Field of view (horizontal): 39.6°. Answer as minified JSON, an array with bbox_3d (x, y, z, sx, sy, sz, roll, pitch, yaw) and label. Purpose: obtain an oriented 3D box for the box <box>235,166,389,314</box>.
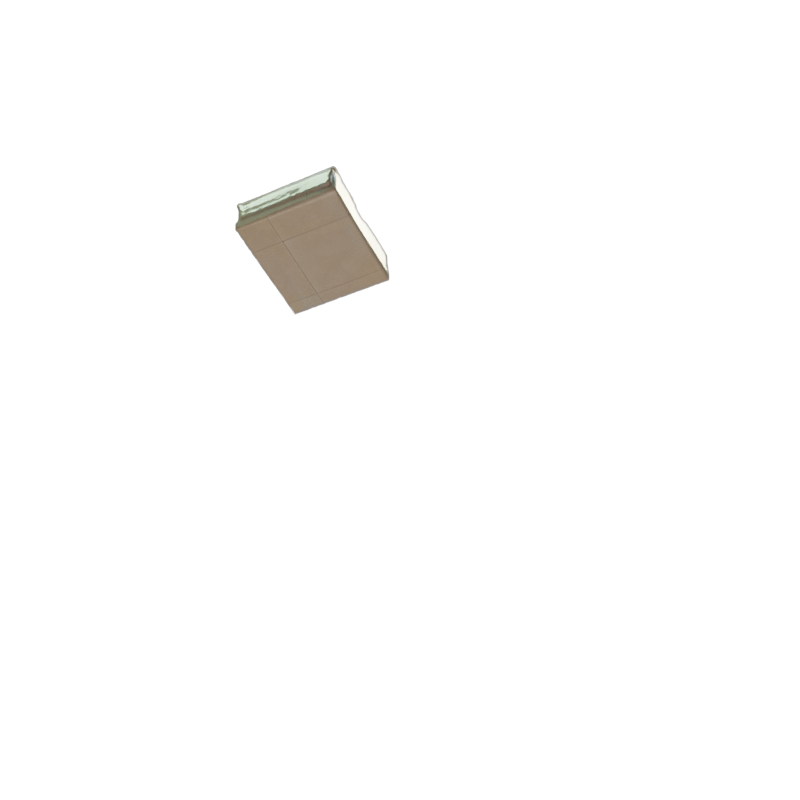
[{"bbox_3d":[-0.058,-0.106,0.745,0.073,0.032,0.083,-20,-51,16],"label":"box"}]
